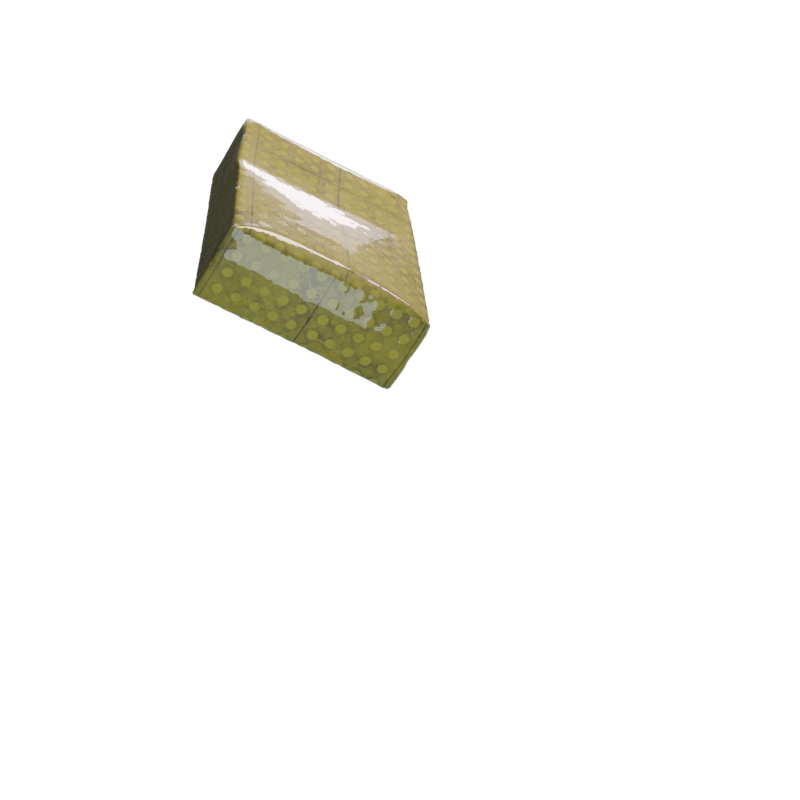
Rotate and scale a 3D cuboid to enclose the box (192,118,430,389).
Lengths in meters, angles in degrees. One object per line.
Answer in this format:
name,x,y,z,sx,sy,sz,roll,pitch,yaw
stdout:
box,-0.068,-0.124,0.867,0.159,0.070,0.228,25,28,-17
